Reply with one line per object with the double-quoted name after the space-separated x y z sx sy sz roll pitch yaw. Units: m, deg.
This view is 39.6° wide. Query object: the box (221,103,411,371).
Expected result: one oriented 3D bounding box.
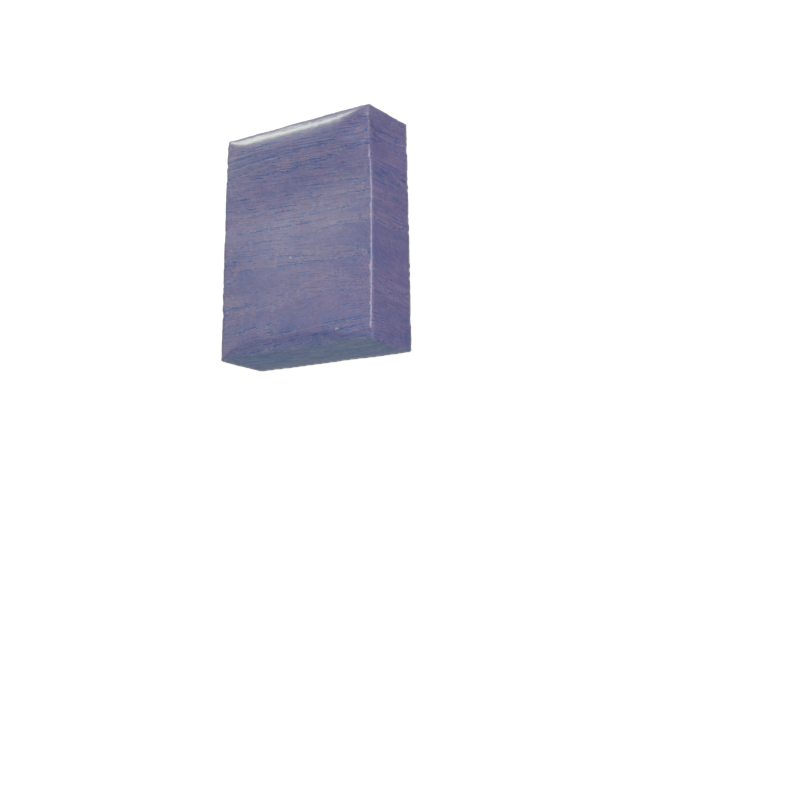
-0.078 -0.142 0.995 0.168 0.222 0.068 -9 -17 32 "box"
